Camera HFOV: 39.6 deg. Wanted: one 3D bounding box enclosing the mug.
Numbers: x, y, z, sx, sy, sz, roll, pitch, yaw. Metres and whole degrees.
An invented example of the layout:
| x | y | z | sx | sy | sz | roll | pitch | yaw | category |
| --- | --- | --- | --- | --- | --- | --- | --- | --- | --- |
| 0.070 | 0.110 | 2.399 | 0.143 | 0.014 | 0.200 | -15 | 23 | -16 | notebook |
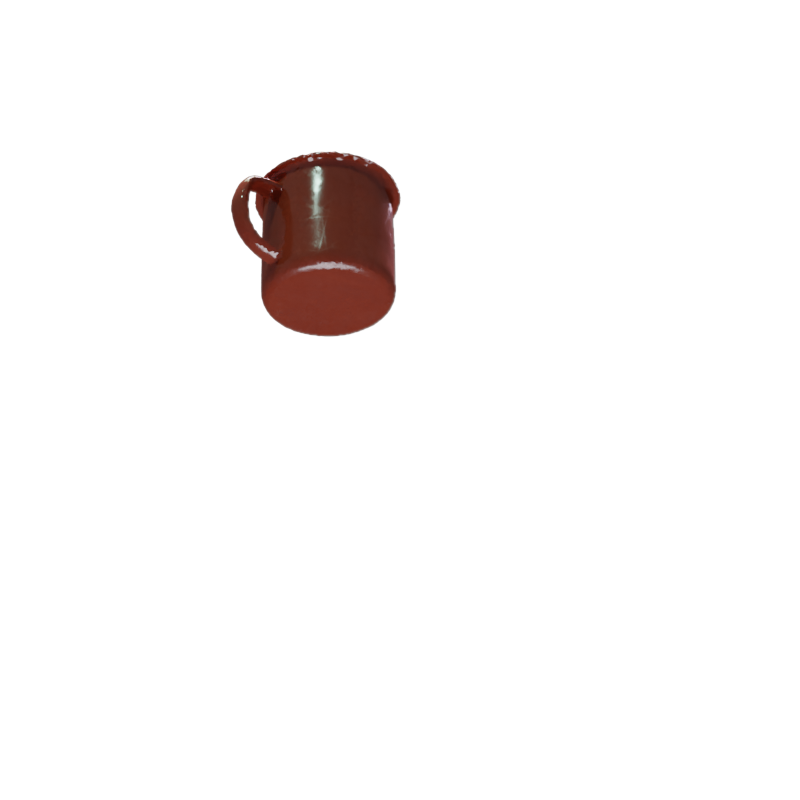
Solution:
| x | y | z | sx | sy | sz | roll | pitch | yaw | category |
| --- | --- | --- | --- | --- | --- | --- | --- | --- | --- |
| -0.053 | -0.097 | 0.681 | 0.110 | 0.087 | 0.093 | 26 | -43 | -35 | mug |
